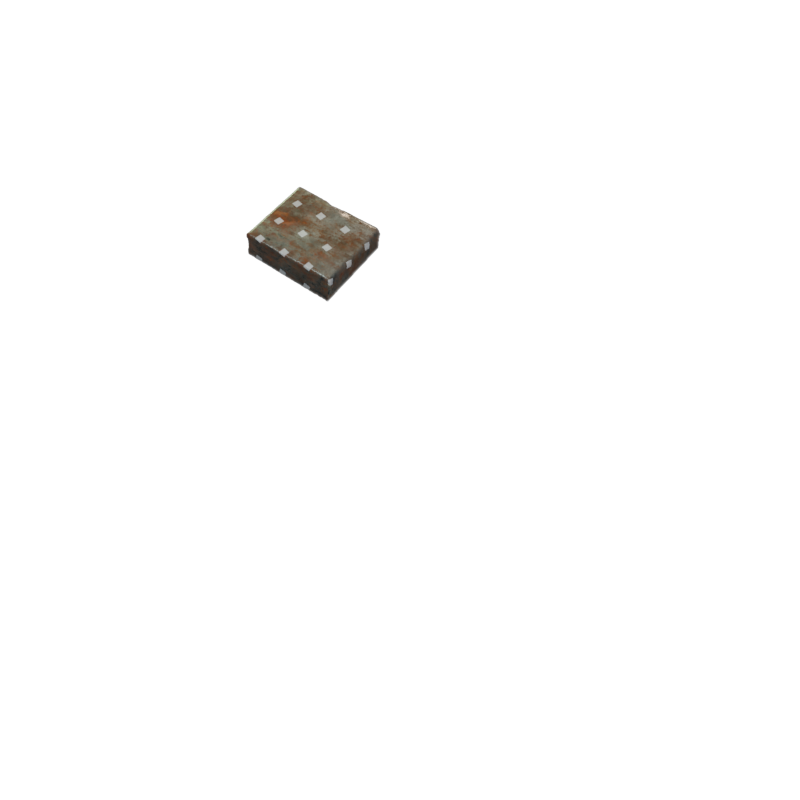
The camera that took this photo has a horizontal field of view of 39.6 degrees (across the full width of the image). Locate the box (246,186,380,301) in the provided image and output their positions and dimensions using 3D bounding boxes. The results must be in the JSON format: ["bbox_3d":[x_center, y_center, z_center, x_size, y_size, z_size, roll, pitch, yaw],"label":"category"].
[{"bbox_3d":[-0.074,-0.135,0.944,0.094,0.028,0.075,30,57,22],"label":"box"}]
